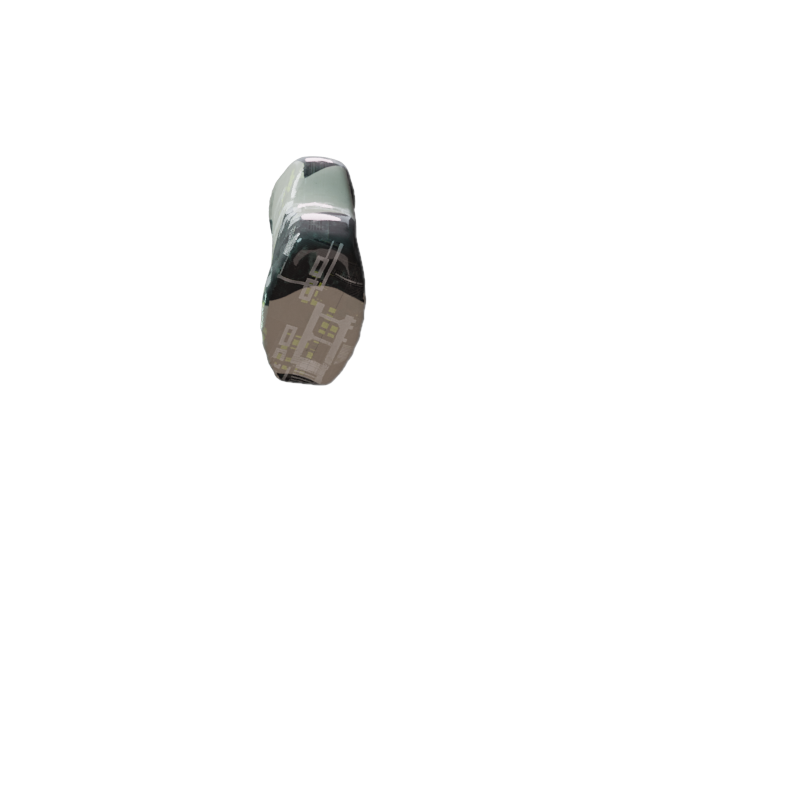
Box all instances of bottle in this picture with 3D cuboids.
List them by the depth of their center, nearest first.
[{"bbox_3d":[-0.055,-0.100,0.697,0.058,0.091,0.204,4,32,-7],"label":"bottle"}]
